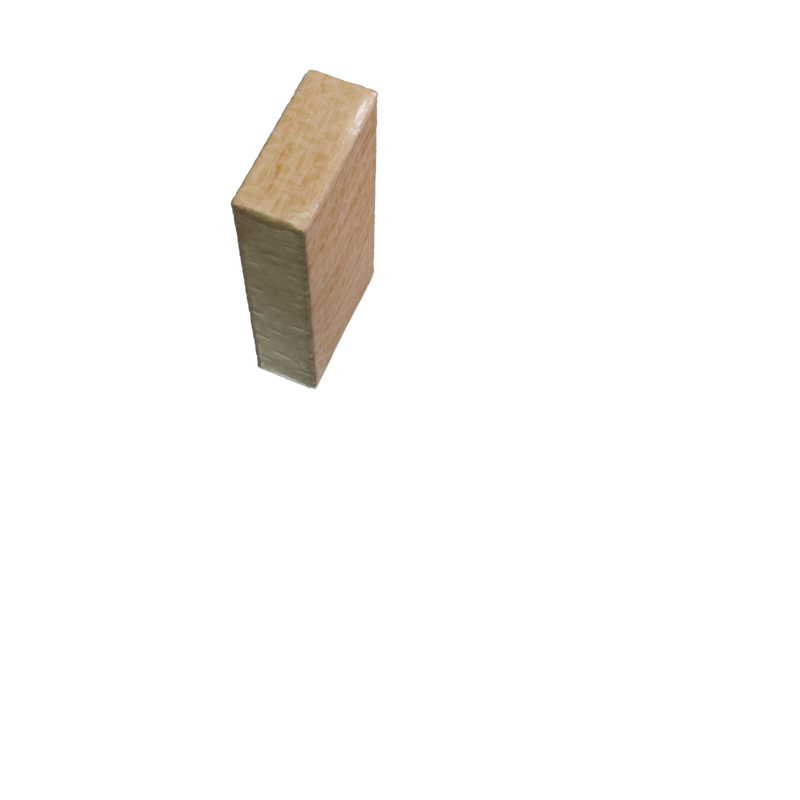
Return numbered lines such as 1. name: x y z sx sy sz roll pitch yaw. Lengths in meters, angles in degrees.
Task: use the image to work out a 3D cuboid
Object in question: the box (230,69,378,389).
1. box: -0.047 -0.086 0.606 0.049 0.097 0.166 22 -25 6
